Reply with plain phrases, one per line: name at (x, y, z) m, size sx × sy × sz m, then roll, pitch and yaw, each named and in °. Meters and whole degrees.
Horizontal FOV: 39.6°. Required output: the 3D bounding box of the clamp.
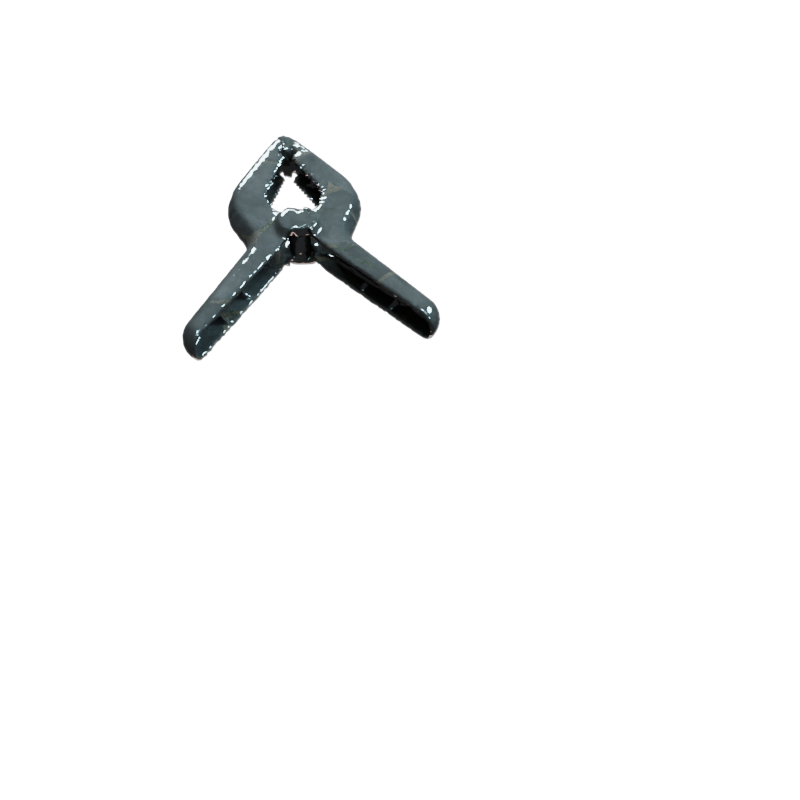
clamp at (-0.060, -0.110, 0.773) m, size 0.164 × 0.225 × 0.034 m, roll -1°, pitch -44°, yaw -1°
